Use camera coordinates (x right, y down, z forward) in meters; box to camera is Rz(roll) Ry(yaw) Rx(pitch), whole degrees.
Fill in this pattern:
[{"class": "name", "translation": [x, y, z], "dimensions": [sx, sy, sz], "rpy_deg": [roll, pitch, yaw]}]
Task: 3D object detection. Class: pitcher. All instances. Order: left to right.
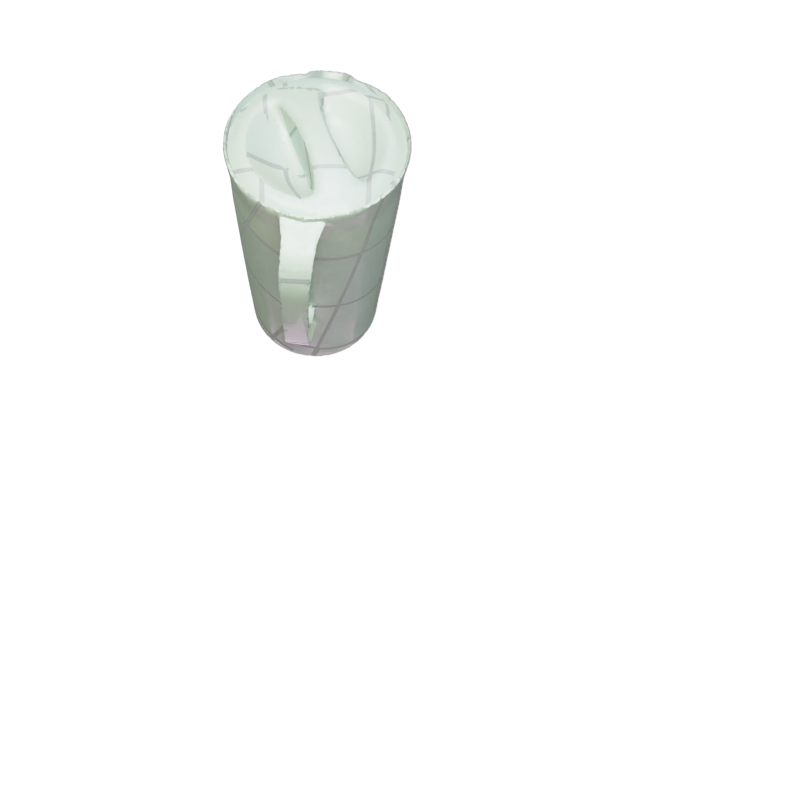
[{"class": "pitcher", "translation": [-0.068, -0.124, 0.872], "dimensions": [0.150, 0.153, 0.228], "rpy_deg": [-34, -22, -20]}]
